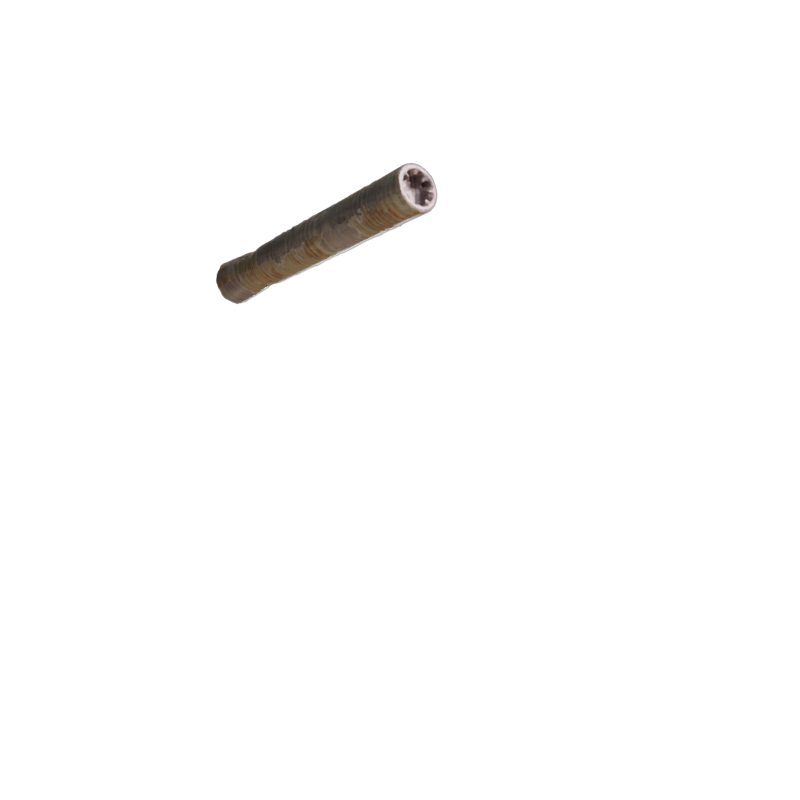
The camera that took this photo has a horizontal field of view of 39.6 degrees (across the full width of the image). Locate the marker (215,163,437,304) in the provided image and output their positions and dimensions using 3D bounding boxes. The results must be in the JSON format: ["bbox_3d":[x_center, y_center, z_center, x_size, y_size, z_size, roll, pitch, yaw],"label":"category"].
[{"bbox_3d":[-0.034,-0.061,0.428,0.019,0.020,0.122,-3,-10,-42],"label":"marker"}]
